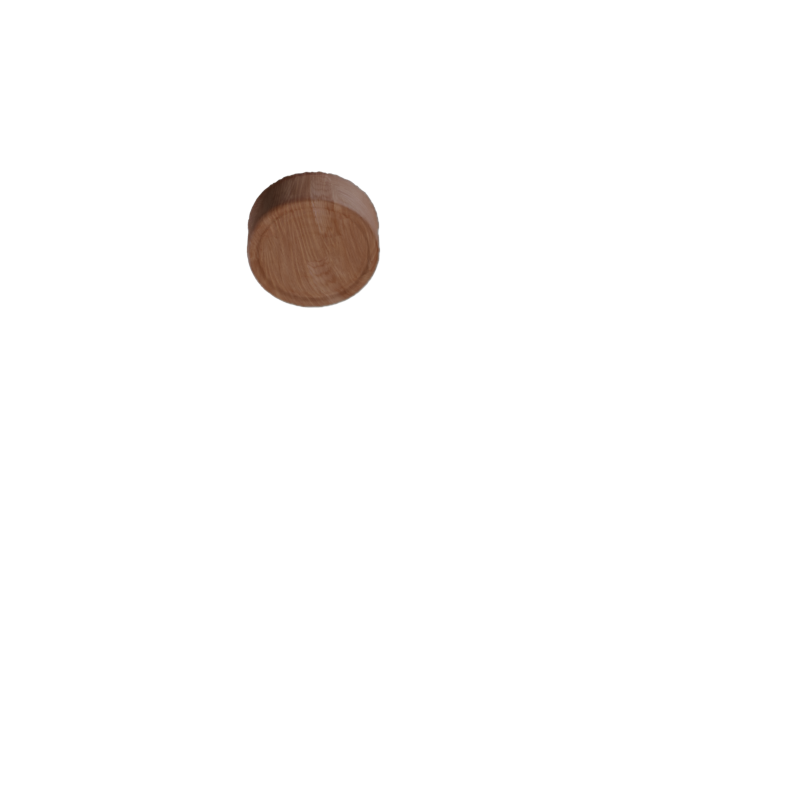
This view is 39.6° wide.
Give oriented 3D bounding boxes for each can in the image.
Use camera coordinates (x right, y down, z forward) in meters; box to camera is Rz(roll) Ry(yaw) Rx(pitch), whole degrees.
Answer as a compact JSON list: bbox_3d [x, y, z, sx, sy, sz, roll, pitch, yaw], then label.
[{"bbox_3d":[-0.056,-0.101,0.711,0.086,0.080,0.036,1,37,-1],"label":"can"}]
